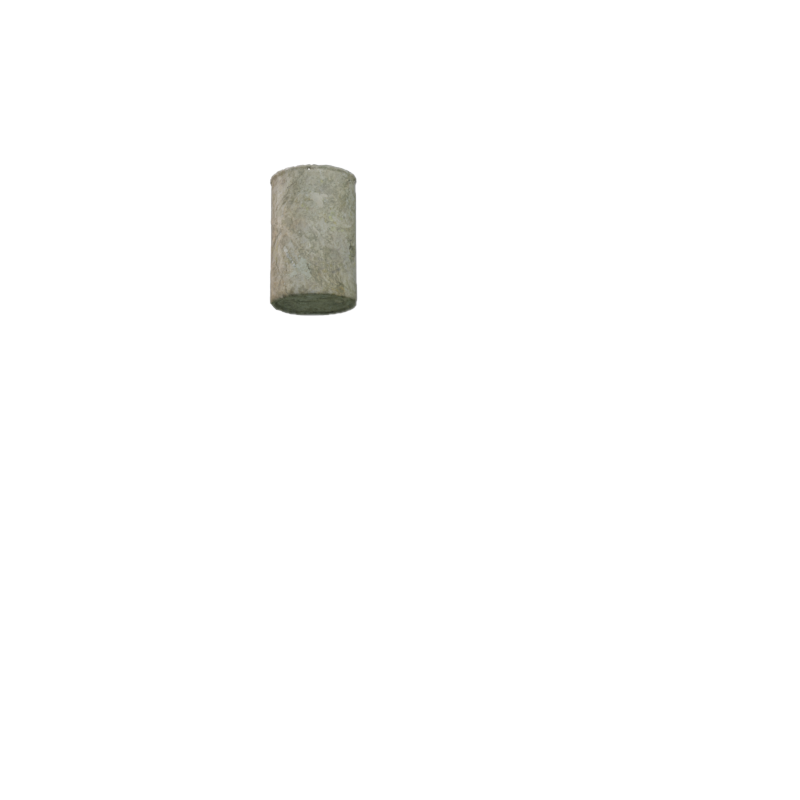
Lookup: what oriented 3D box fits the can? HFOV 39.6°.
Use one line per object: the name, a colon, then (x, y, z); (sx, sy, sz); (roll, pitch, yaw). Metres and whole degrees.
can: (-0.067, -0.122, 0.855); (0.068, 0.106, 0.066); (0, -15, -2)
